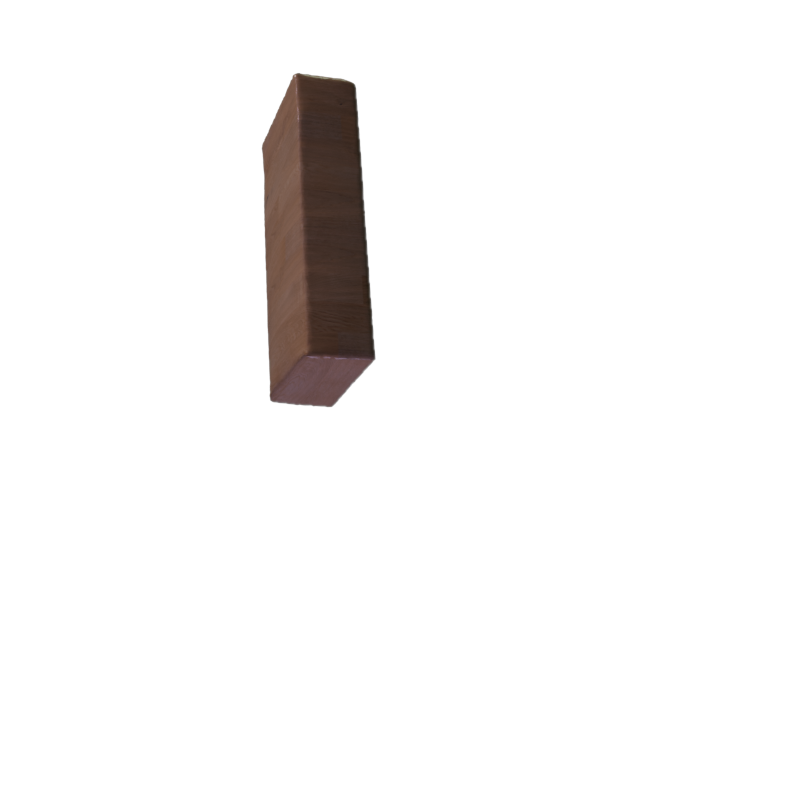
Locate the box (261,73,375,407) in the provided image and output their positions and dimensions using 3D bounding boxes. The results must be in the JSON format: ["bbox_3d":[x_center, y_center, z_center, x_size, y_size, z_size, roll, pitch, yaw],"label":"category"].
[{"bbox_3d":[-0.051,-0.093,0.654,0.047,0.186,0.091,6,-23,-17],"label":"box"}]
